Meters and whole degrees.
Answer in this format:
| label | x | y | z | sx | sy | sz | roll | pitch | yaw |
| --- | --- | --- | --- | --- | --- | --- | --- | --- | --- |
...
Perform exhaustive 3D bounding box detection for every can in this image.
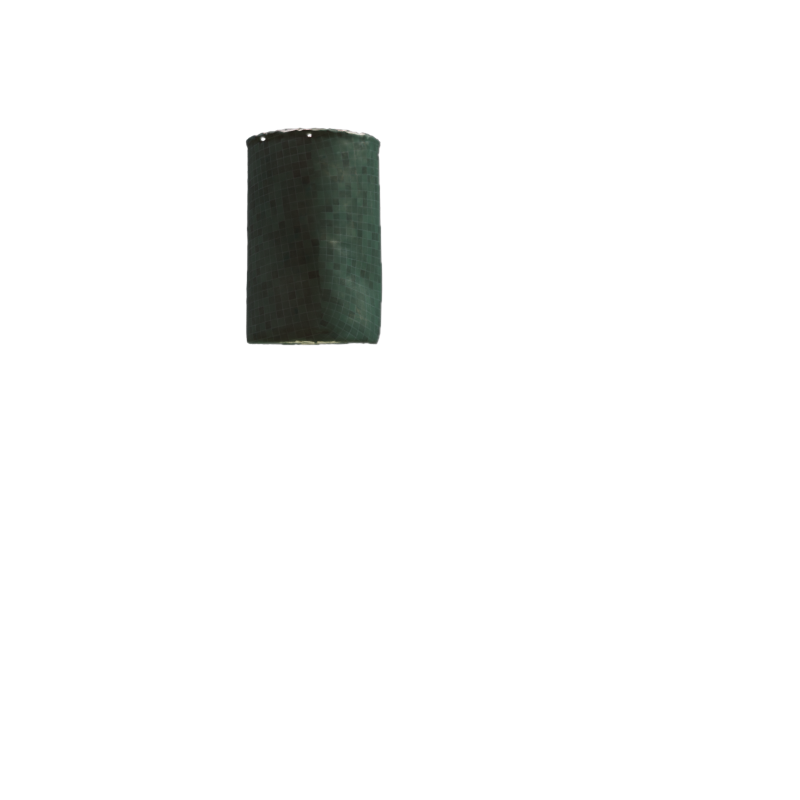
| label | x | y | z | sx | sy | sz | roll | pitch | yaw |
| --- | --- | --- | --- | --- | --- | --- | --- | --- | --- |
| can | -0.043 | -0.079 | 0.554 | 0.068 | 0.103 | 0.068 | 0 | -3 | -2 |
